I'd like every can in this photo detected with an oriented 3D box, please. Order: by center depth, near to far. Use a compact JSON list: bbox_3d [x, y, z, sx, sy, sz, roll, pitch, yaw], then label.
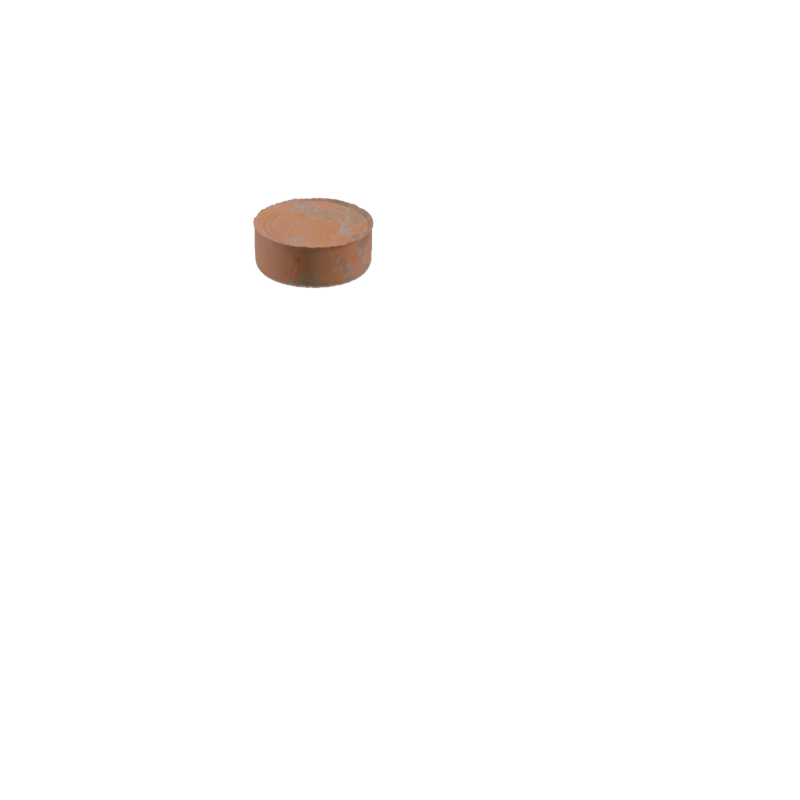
[{"bbox_3d":[-0.062,-0.114,0.797,0.086,0.032,0.091,-1,31,-2],"label":"can"}]
